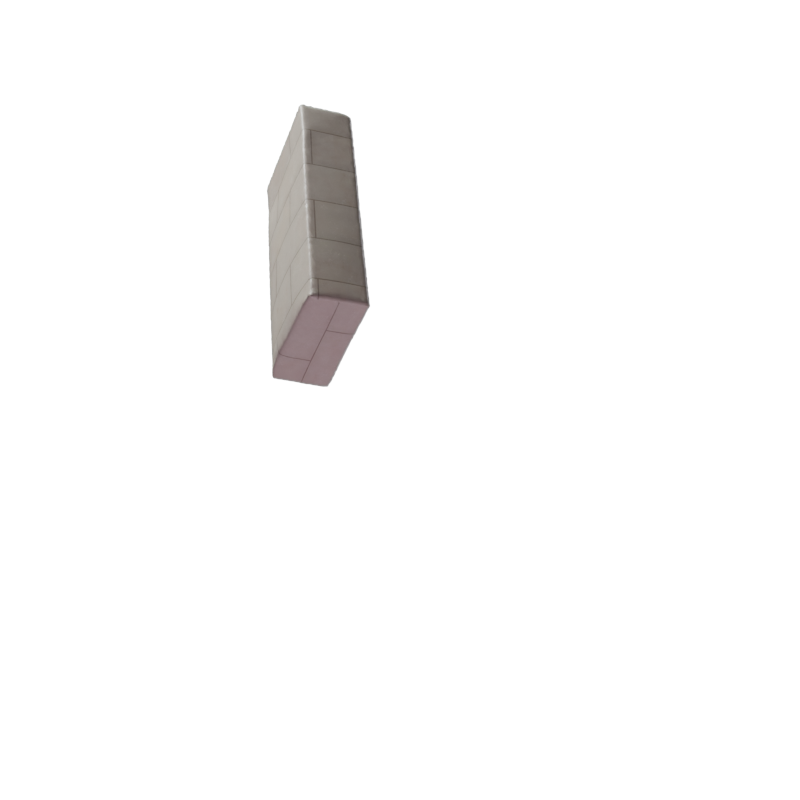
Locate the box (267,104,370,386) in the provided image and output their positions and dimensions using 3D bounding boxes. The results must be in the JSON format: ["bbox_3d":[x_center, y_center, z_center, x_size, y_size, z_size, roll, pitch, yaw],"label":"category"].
[{"bbox_3d":[-0.059,-0.108,0.756,0.047,0.189,0.089,11,-40,-17],"label":"box"}]
